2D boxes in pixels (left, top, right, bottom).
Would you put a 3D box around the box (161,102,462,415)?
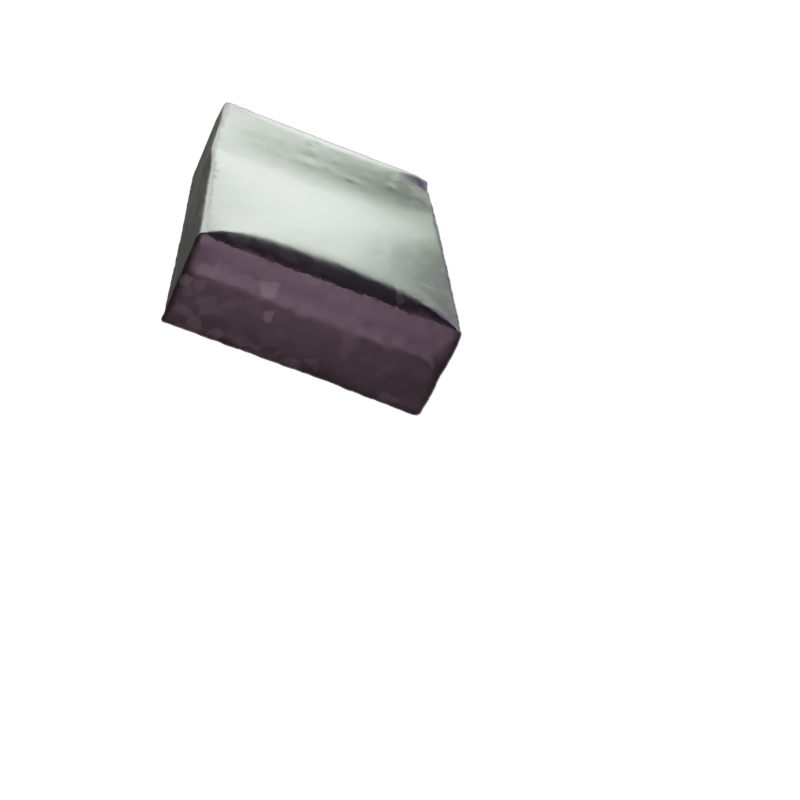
[{"bbox_3d":[-0.056,-0.102,0.712,0.160,0.069,0.228,19,30,-14],"label":"box"}]
